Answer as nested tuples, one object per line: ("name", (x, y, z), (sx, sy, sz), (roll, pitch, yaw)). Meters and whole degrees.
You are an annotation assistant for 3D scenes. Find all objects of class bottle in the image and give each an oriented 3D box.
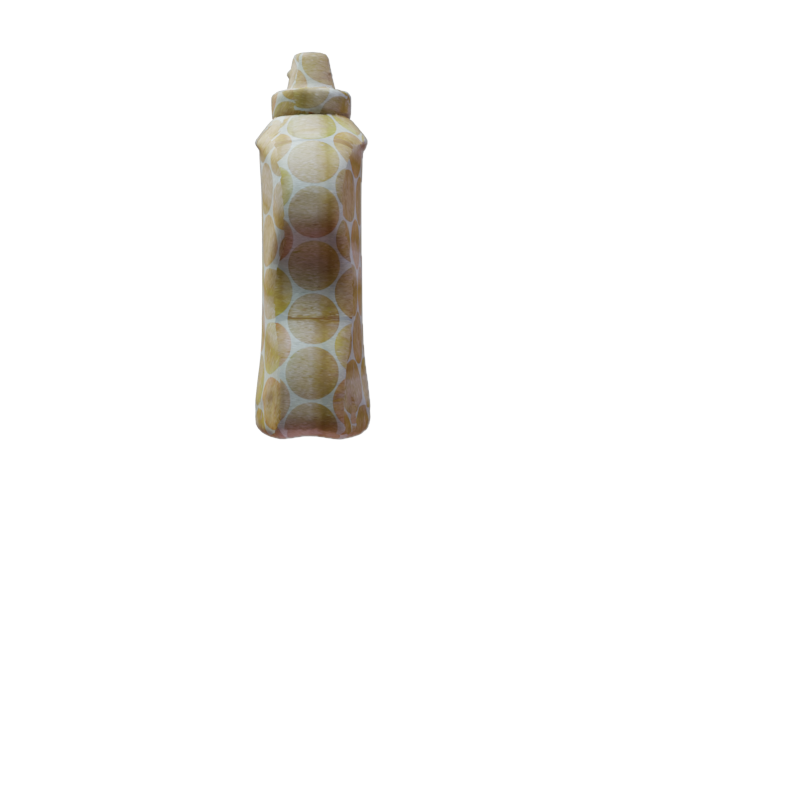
("bottle", (-0.045, -0.080, 0.563), (0.058, 0.193, 0.095), (0, -2, 1))
